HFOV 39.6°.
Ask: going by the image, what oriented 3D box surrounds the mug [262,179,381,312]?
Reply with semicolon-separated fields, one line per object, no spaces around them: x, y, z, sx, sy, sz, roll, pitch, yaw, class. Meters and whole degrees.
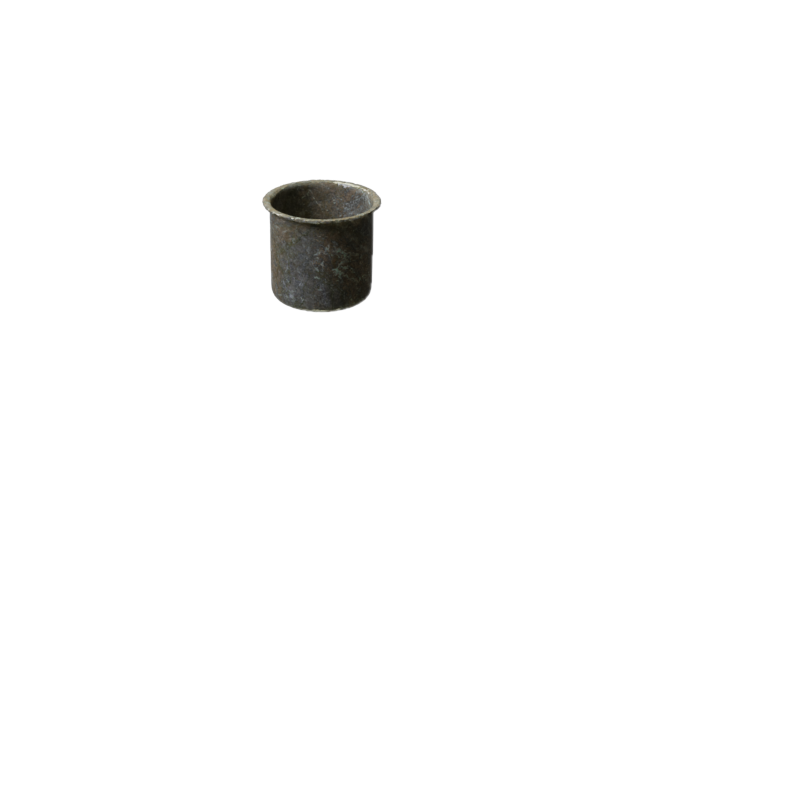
-0.070;-0.127;0.892;0.092;0.077;0.126;-18;33;-31;mug
